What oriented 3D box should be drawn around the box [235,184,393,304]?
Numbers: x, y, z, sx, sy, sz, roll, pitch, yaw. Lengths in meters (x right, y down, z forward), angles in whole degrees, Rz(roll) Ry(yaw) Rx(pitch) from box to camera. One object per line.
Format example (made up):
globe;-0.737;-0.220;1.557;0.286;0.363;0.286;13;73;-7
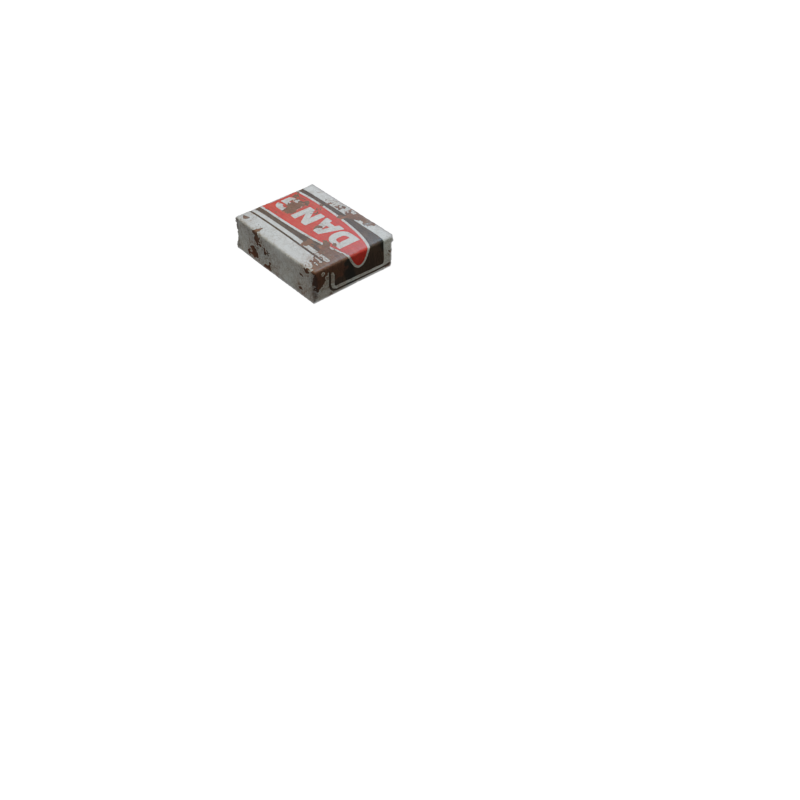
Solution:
box;-0.076;-0.139;0.972;0.089;0.036;0.122;-28;45;-32
